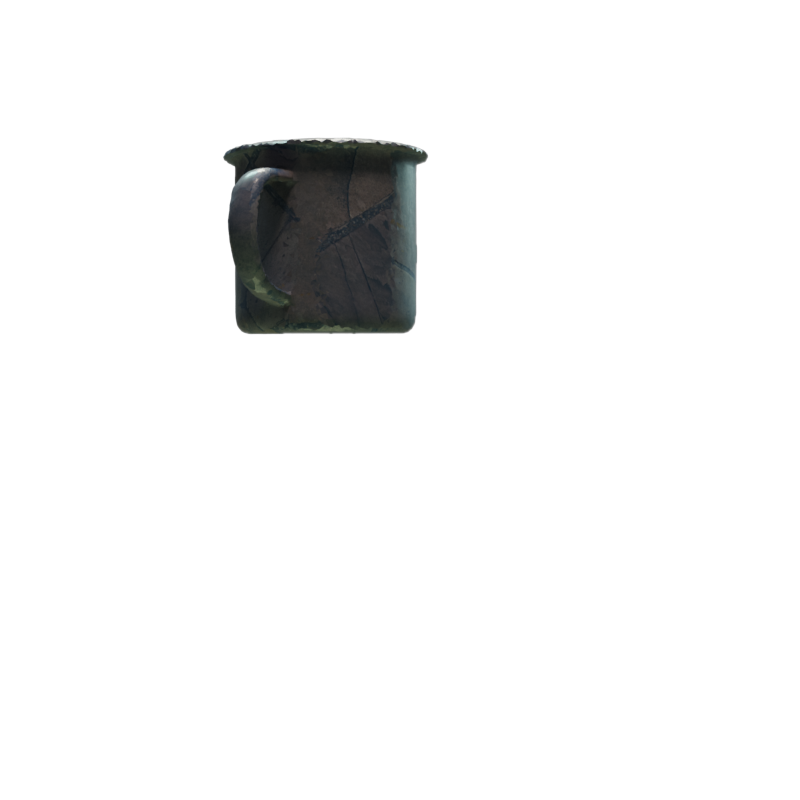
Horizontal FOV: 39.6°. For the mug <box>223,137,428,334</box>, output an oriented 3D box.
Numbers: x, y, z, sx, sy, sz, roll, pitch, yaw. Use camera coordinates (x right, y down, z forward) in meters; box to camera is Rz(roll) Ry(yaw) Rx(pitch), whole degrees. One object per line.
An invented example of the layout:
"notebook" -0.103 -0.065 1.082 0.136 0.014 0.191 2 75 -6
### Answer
"mug" -0.038 -0.070 0.491 0.096 0.082 0.113 0 1 25
